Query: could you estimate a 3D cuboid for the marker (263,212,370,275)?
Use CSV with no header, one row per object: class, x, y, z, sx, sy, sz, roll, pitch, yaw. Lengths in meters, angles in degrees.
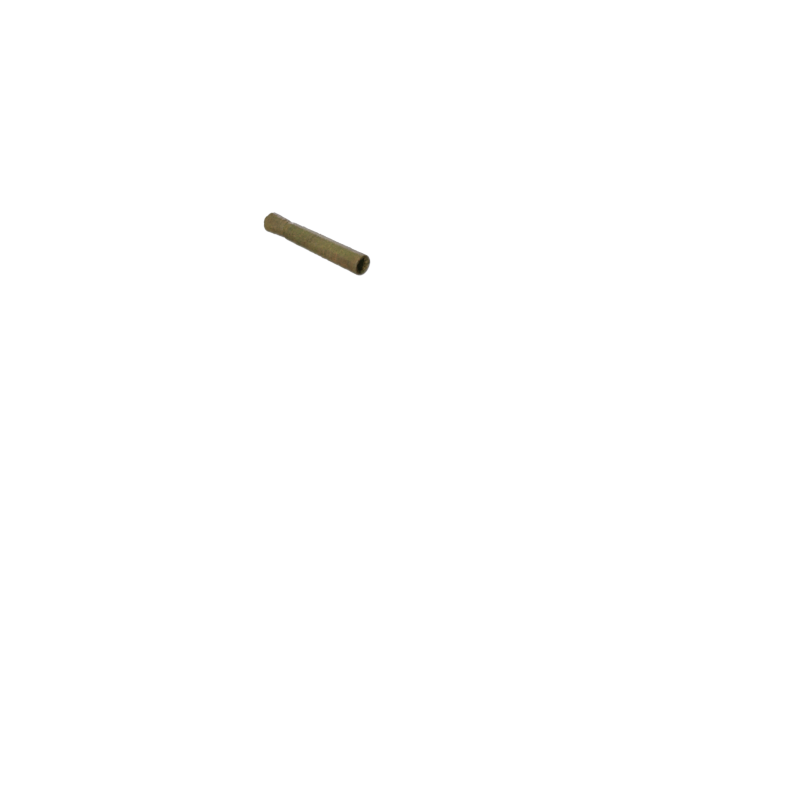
marker,-0.076,-0.139,0.975,0.129,0.019,0.019,30,21,37
